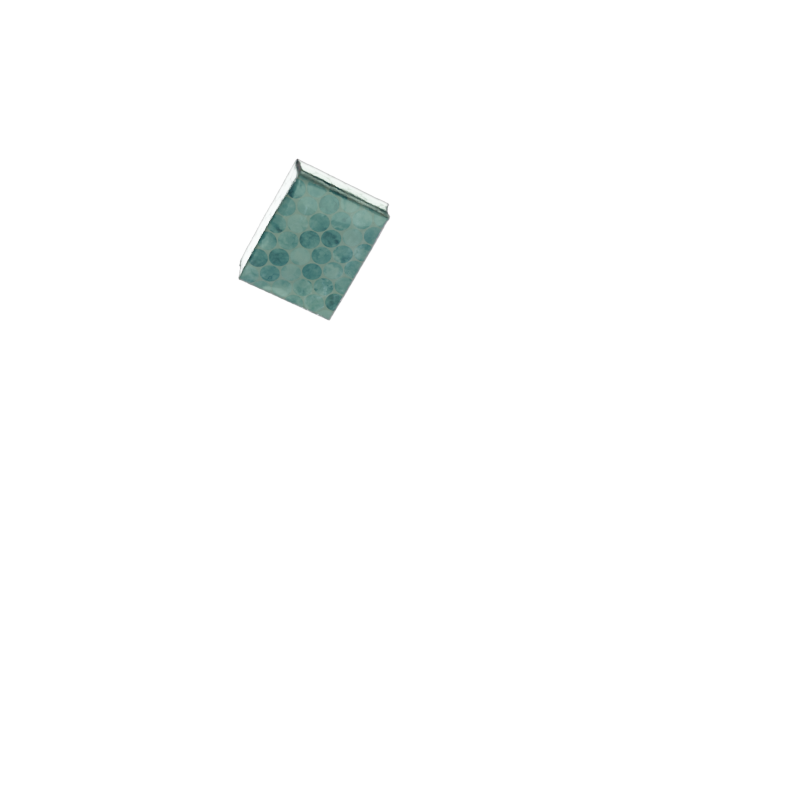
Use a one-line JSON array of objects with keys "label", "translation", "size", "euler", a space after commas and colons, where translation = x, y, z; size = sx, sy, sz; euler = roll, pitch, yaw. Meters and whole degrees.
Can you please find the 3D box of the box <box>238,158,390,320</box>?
[{"label": "box", "translation": [-0.074, -0.134, 0.941], "size": [0.087, 0.110, 0.041], "euler": [26, 26, -14]}]
